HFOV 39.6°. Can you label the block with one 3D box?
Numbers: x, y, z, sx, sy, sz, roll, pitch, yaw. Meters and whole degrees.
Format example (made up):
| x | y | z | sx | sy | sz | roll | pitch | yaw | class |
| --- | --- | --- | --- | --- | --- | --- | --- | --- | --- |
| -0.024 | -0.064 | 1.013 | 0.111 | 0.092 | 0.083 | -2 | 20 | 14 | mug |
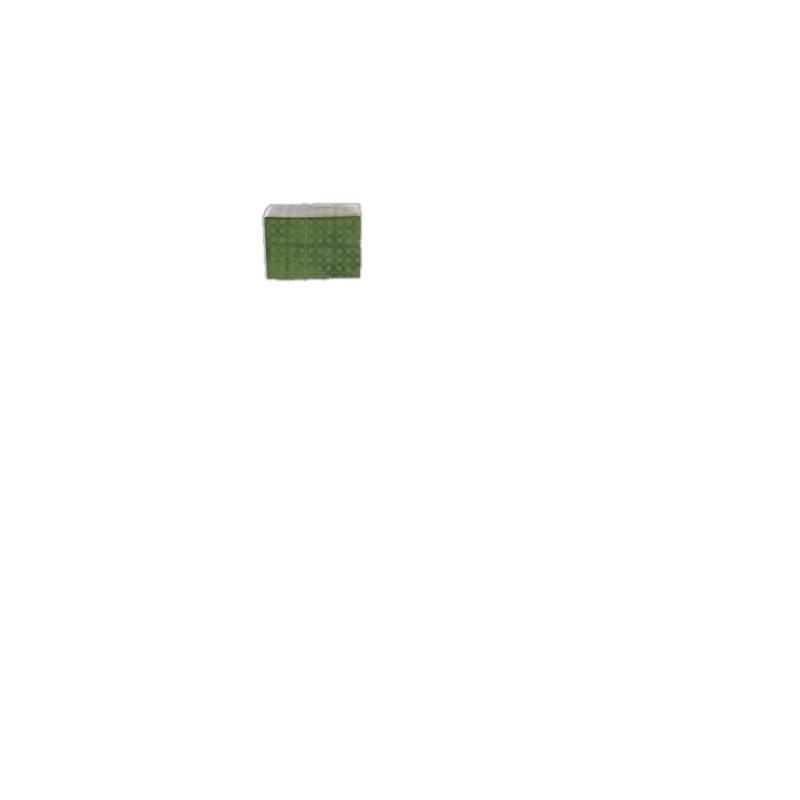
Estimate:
| x | y | z | sx | sy | sz | roll | pitch | yaw | class |
| --- | --- | --- | --- | --- | --- | --- | --- | --- | --- |
| -0.070 | -0.128 | 0.898 | 0.078 | 0.051 | 0.053 | 0 | 17 | -1 | block |
